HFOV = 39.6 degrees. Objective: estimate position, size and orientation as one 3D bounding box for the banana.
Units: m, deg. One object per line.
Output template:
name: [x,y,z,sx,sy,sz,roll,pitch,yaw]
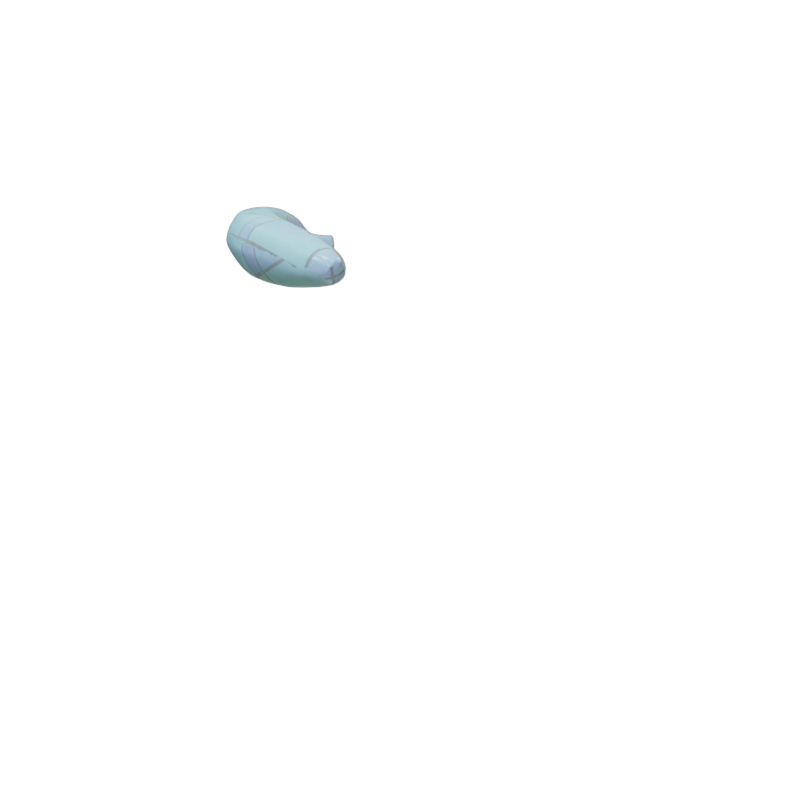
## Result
banana: [-0.071,-0.096,0.670,0.069,0.036,0.203,-1,14,-4]
